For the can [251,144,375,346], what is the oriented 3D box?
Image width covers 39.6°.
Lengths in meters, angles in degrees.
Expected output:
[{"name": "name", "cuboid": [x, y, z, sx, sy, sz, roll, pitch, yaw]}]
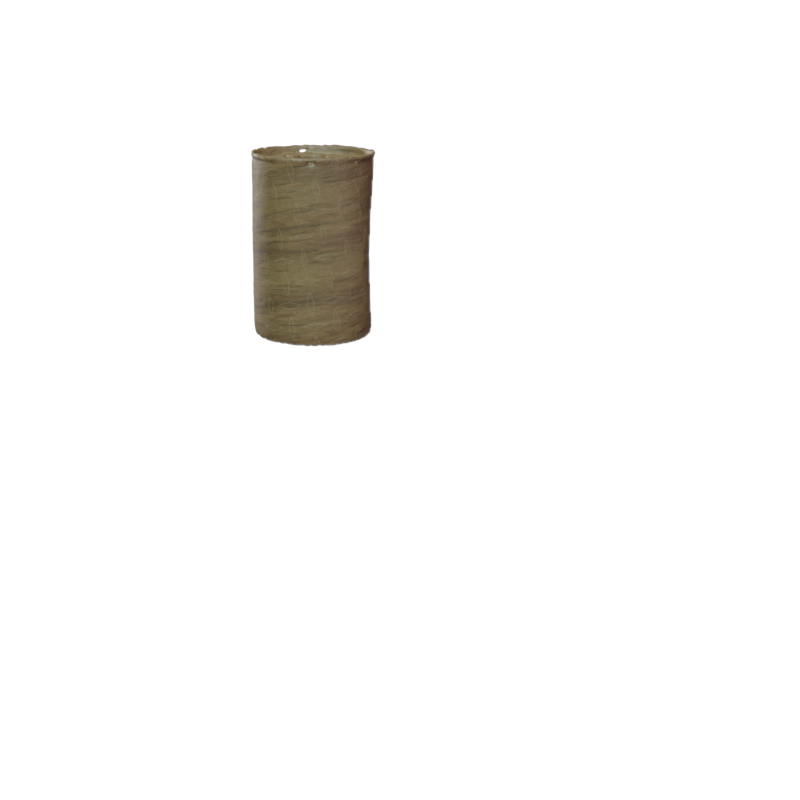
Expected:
[{"name": "can", "cuboid": [-0.048, -0.088, 0.616, 0.068, 0.099, 0.071, 0, 14, -2]}]
